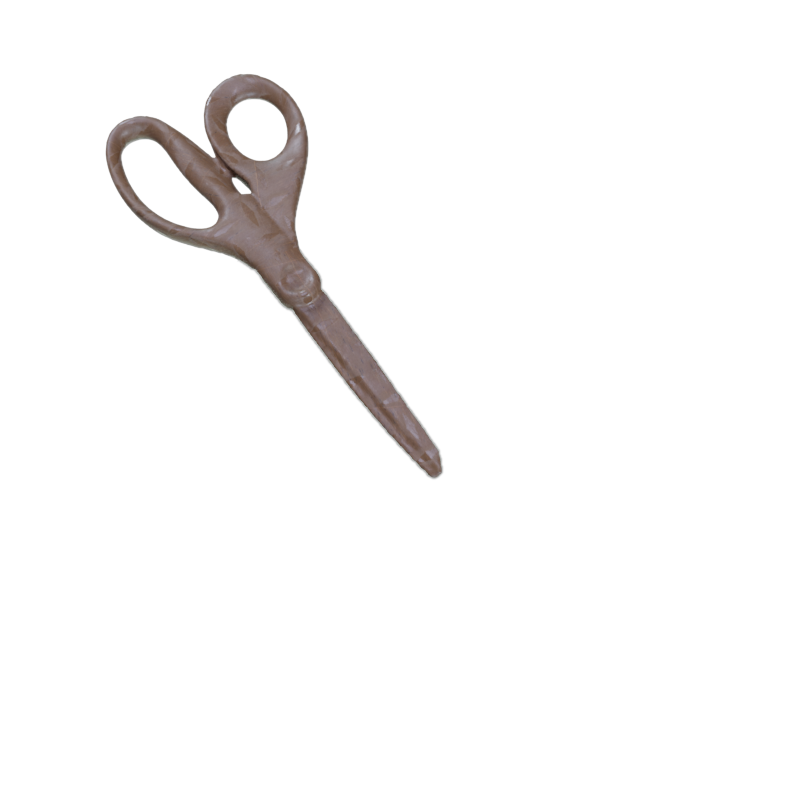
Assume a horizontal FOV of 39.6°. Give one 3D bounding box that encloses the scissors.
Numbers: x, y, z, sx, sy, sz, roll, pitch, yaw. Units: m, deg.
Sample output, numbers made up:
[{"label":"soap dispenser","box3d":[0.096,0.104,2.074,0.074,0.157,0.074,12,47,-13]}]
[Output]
[{"label":"scissors","box3d":[-0.037,-0.067,0.469,0.209,0.098,0.015,37,-18,14]}]
